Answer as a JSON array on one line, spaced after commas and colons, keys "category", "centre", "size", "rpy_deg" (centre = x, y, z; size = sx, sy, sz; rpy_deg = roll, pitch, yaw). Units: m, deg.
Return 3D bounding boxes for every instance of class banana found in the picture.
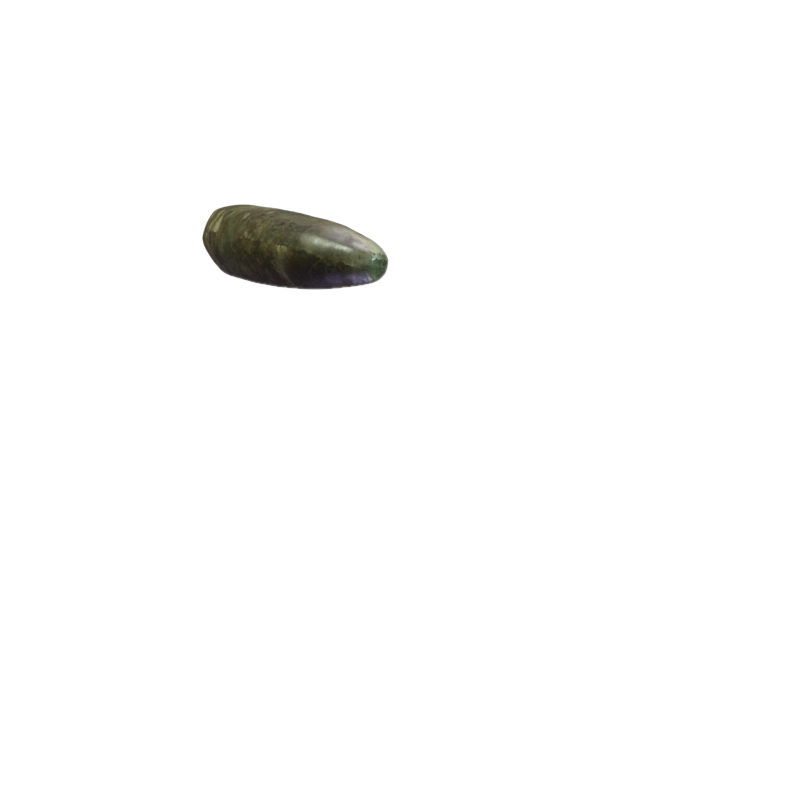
[{"category": "banana", "centre": [-0.062, -0.080, 0.557], "size": [0.068, 0.036, 0.204], "rpy_deg": [-2, 11, -14]}]
